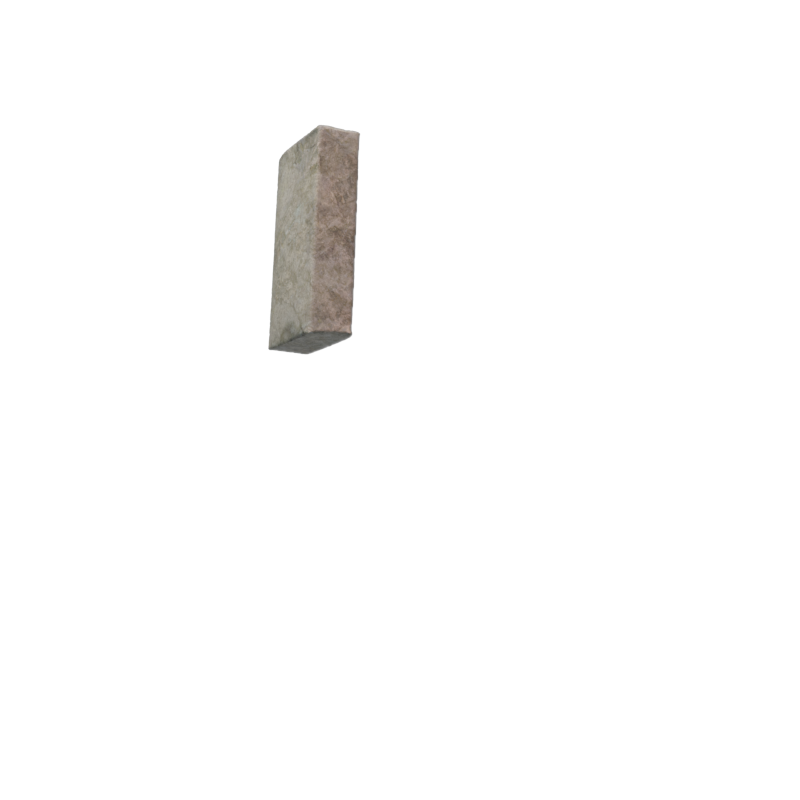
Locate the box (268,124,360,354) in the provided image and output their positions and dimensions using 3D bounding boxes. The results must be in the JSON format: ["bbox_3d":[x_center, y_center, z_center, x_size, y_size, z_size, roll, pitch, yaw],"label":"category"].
[{"bbox_3d":[-0.073,-0.133,0.934,0.046,0.183,0.093,6,-15,-26],"label":"box"}]
